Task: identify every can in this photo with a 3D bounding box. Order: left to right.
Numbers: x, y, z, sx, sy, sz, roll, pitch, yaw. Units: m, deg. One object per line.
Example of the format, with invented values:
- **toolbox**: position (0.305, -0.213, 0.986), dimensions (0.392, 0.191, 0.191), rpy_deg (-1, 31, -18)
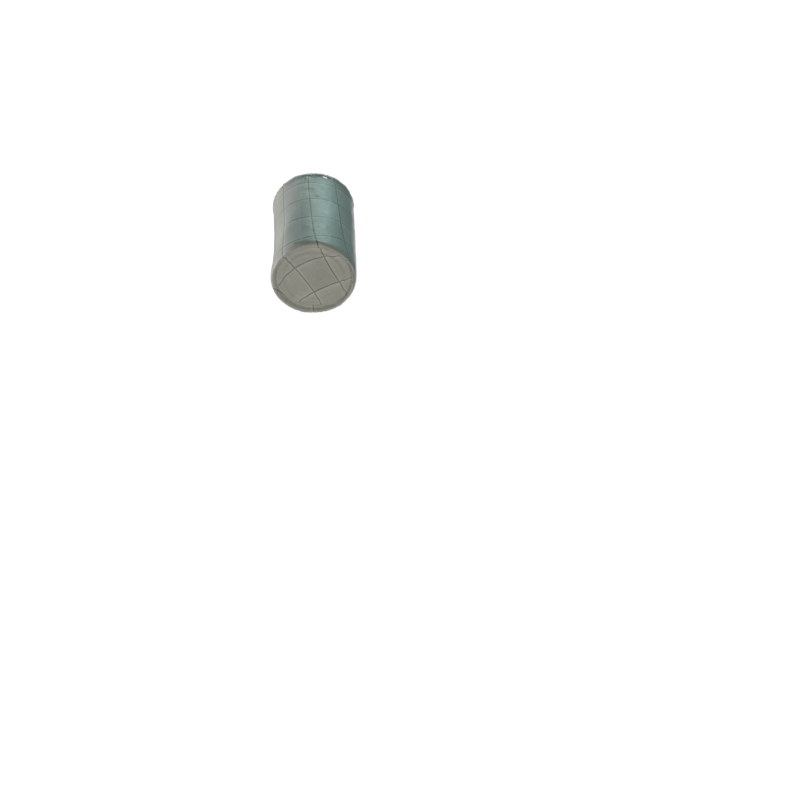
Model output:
- **can**: position (-0.069, -0.126, 0.885), dimensions (0.068, 0.064, 0.109), rpy_deg (-1, 39, -3)
